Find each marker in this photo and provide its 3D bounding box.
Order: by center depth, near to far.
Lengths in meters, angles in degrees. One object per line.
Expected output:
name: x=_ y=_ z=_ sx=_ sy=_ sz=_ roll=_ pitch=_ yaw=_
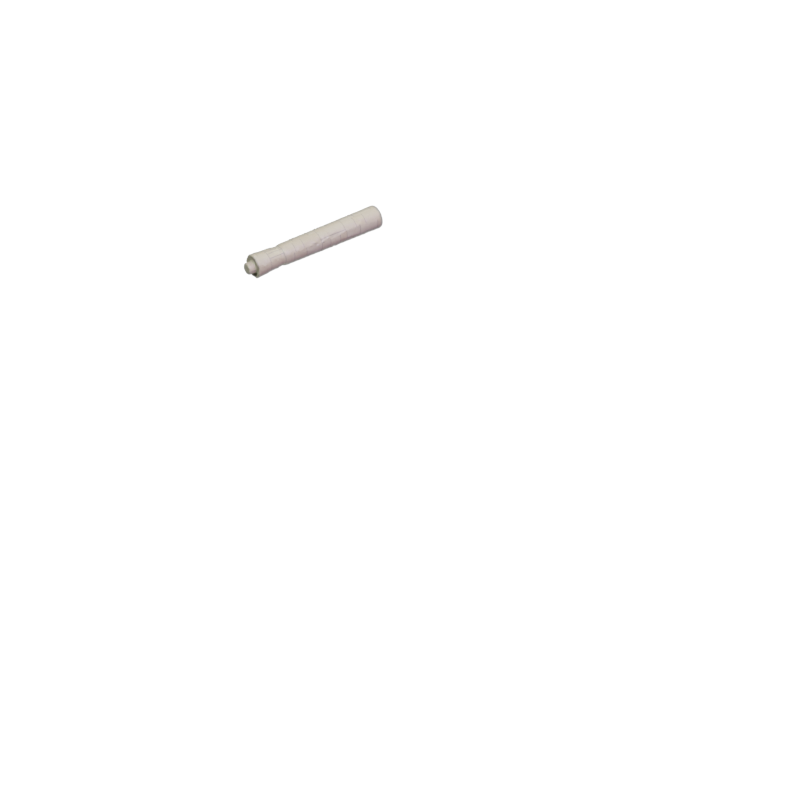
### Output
marker: x=-0.067 y=-0.122 z=0.857 sx=0.120 sy=0.019 sz=0.020 roll=-27 pitch=17 yaw=-27
